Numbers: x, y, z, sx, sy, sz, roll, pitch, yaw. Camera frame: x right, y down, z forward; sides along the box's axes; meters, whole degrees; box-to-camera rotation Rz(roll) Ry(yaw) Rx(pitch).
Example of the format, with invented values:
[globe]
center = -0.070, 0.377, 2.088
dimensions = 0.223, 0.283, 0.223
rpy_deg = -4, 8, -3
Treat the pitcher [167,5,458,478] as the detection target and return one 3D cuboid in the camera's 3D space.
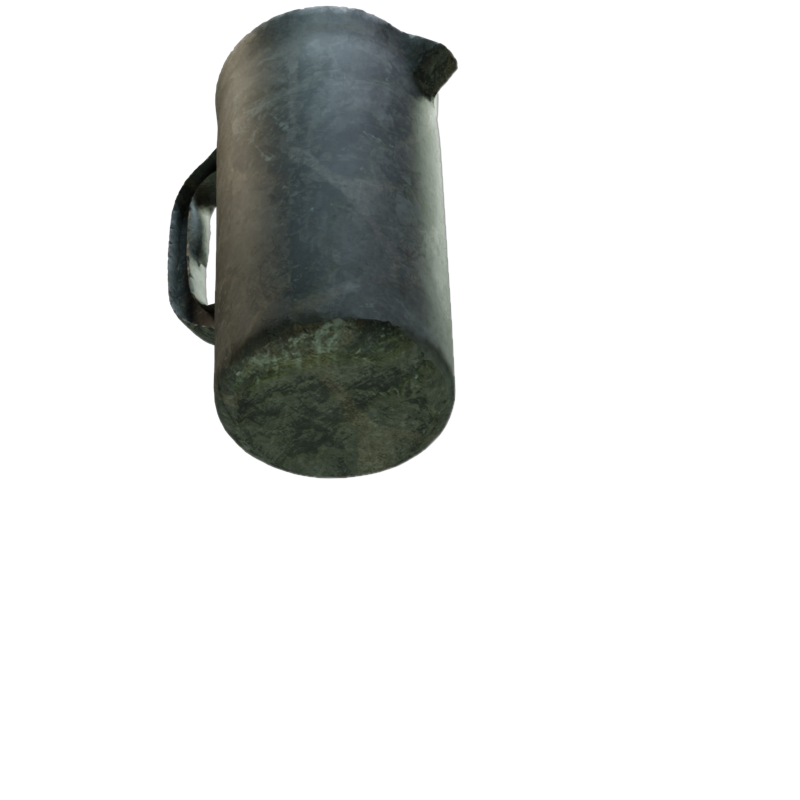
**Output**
[pitcher]
center = -0.045, -0.083, 0.579
dimensions = 0.142, 0.261, 0.141
rpy_deg = 9, -45, -12
